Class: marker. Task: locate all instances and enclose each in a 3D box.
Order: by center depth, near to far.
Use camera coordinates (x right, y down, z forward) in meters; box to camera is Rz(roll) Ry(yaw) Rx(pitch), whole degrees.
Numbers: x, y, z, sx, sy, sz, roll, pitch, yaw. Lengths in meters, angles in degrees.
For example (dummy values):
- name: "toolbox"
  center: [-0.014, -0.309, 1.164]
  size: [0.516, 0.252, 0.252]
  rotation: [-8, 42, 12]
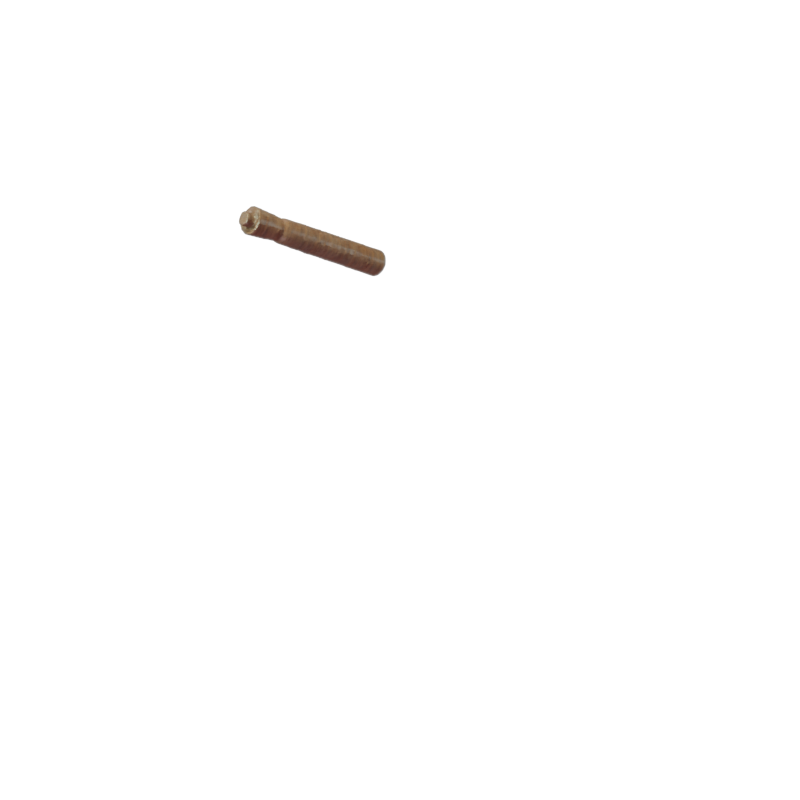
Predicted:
- name: "marker"
  center: [-0.057, -0.105, 0.734]
  size: [0.114, 0.020, 0.021]
  rotation: [13, -6, -42]
